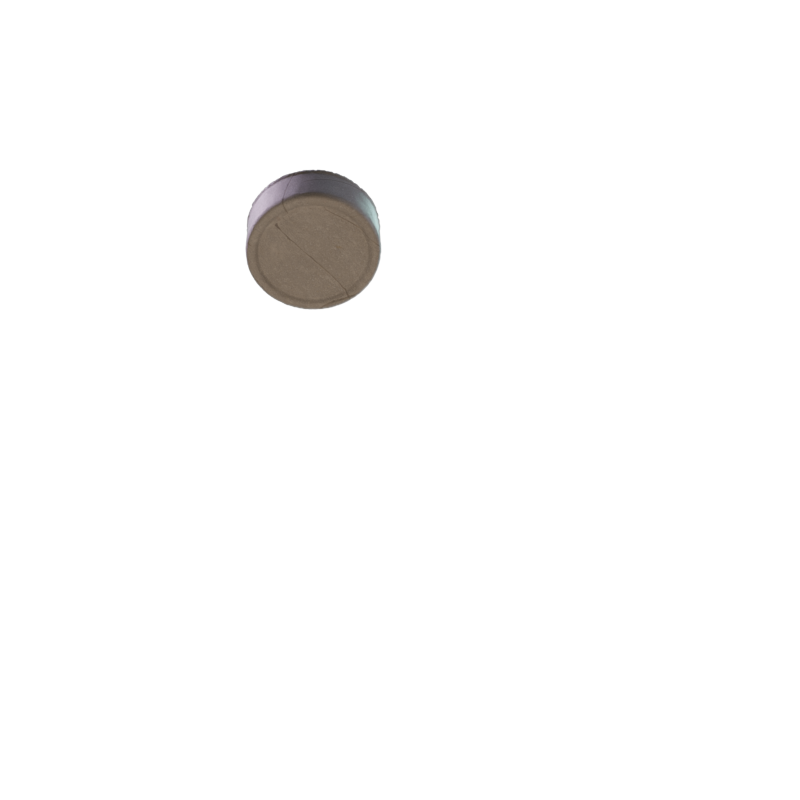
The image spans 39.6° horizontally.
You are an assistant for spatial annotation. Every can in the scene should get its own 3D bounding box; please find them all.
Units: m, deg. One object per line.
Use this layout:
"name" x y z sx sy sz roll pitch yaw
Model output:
"can" -0.055 -0.100 0.699 0.086 0.080 0.036 1 34 -1
